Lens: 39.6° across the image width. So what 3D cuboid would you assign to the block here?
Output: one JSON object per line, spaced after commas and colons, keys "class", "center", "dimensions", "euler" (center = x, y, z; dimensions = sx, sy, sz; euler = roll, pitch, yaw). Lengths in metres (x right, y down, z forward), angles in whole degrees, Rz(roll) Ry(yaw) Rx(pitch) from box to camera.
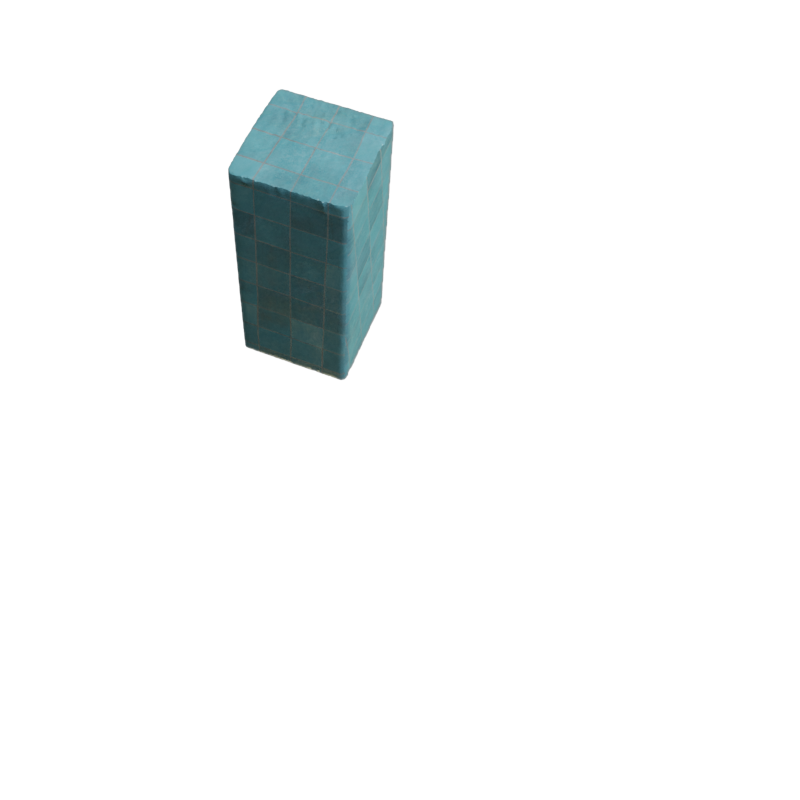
{"class": "block", "center": [-0.065, -0.118, 0.826], "dimensions": [0.093, 0.094, 0.193], "euler": [19, -34, 9]}
